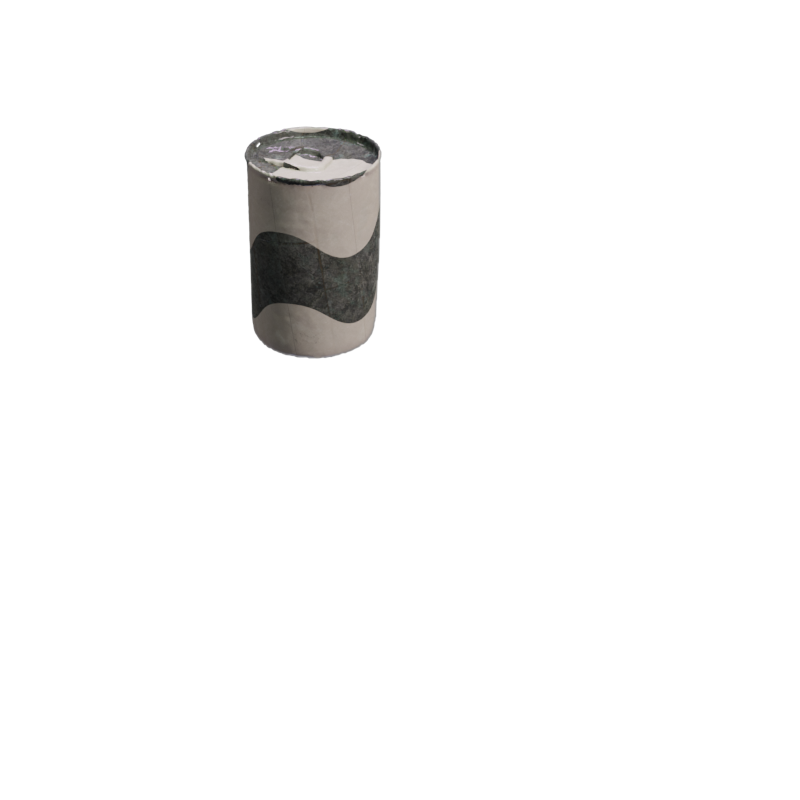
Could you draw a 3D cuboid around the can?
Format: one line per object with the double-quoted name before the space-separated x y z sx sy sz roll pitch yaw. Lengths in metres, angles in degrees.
"can" -0.045 -0.082 0.573 0.068 0.096 0.073 0 31 -3
